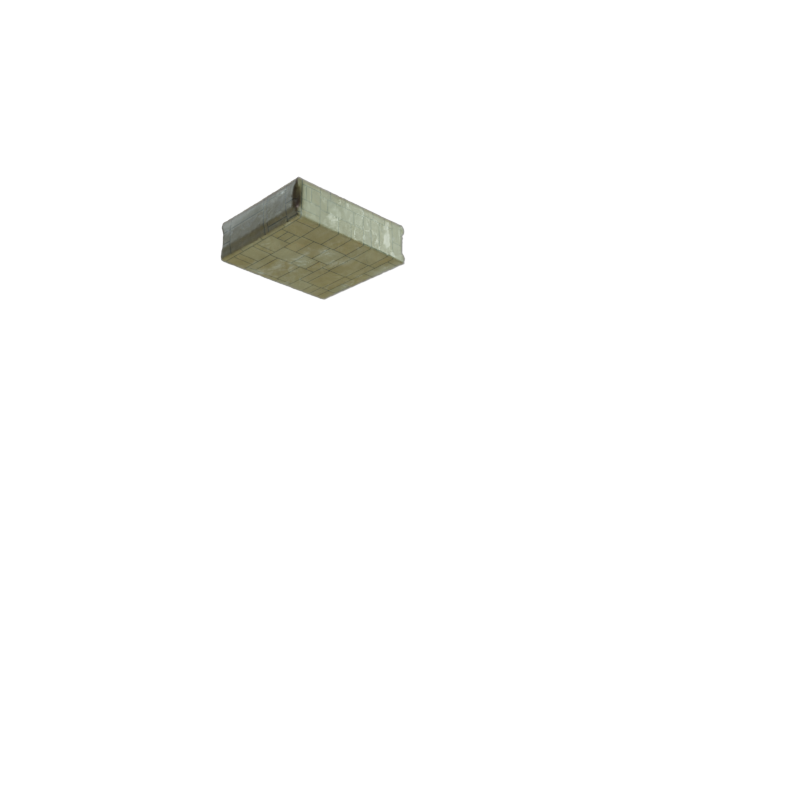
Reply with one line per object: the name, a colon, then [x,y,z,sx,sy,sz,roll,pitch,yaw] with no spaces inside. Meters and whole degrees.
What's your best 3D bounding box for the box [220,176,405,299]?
box: [-0.053,-0.097,0.677,0.084,0.032,0.073,19,-29,-39]
